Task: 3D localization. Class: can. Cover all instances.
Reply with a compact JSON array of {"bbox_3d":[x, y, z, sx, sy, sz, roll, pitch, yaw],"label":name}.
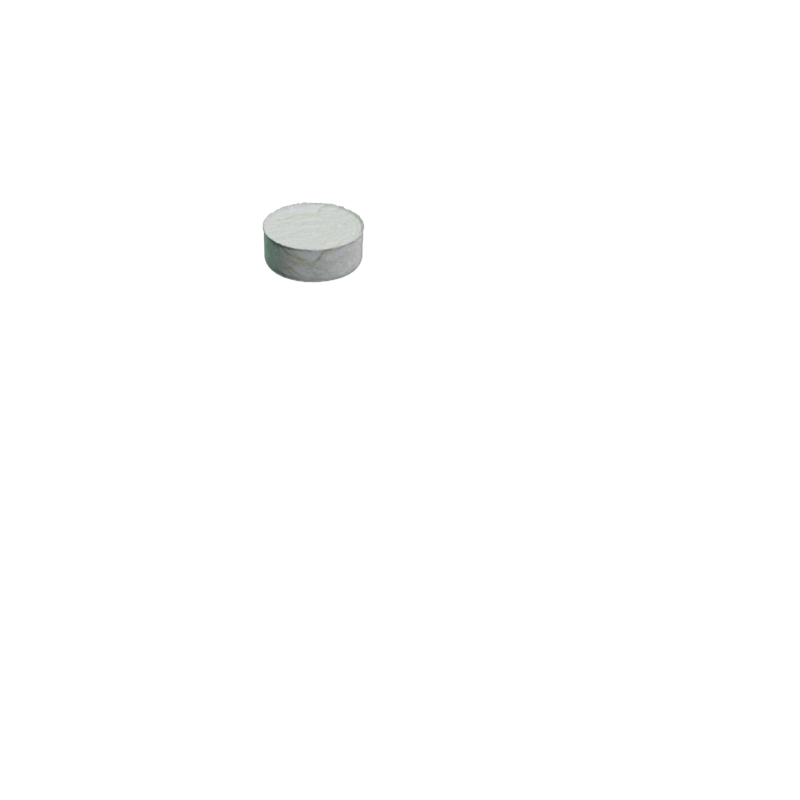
[{"bbox_3d":[-0.074,-0.135,0.944,0.086,0.031,0.092,-1,34,-2],"label":"can"}]
